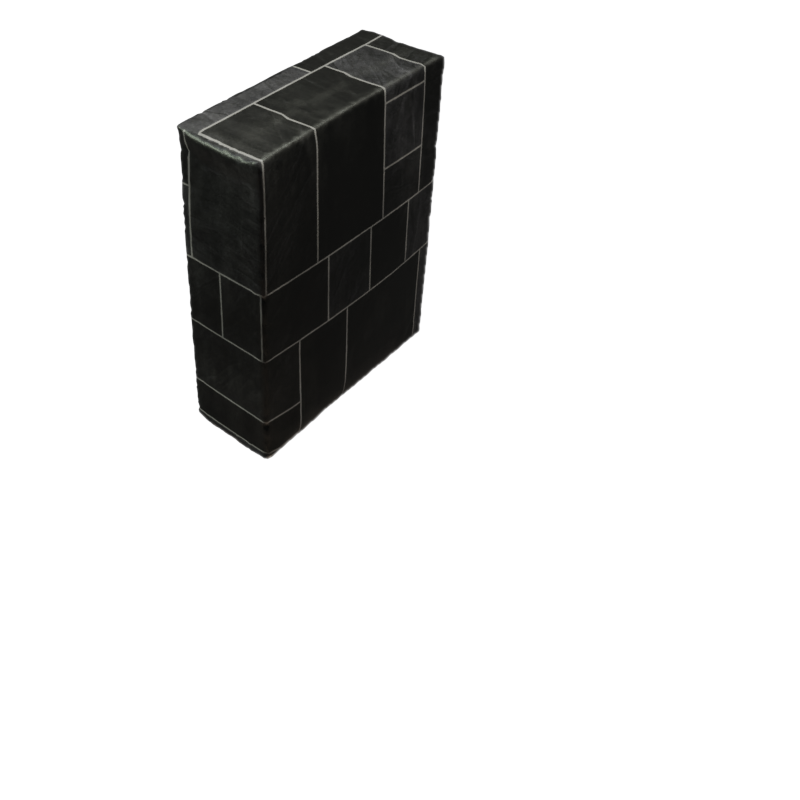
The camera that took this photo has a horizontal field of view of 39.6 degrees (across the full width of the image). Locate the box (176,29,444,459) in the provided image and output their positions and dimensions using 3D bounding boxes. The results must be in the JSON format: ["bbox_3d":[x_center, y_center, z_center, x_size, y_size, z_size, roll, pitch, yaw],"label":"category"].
[{"bbox_3d":[-0.053,-0.097,0.678,0.076,0.200,0.166,26,45,27],"label":"box"}]
